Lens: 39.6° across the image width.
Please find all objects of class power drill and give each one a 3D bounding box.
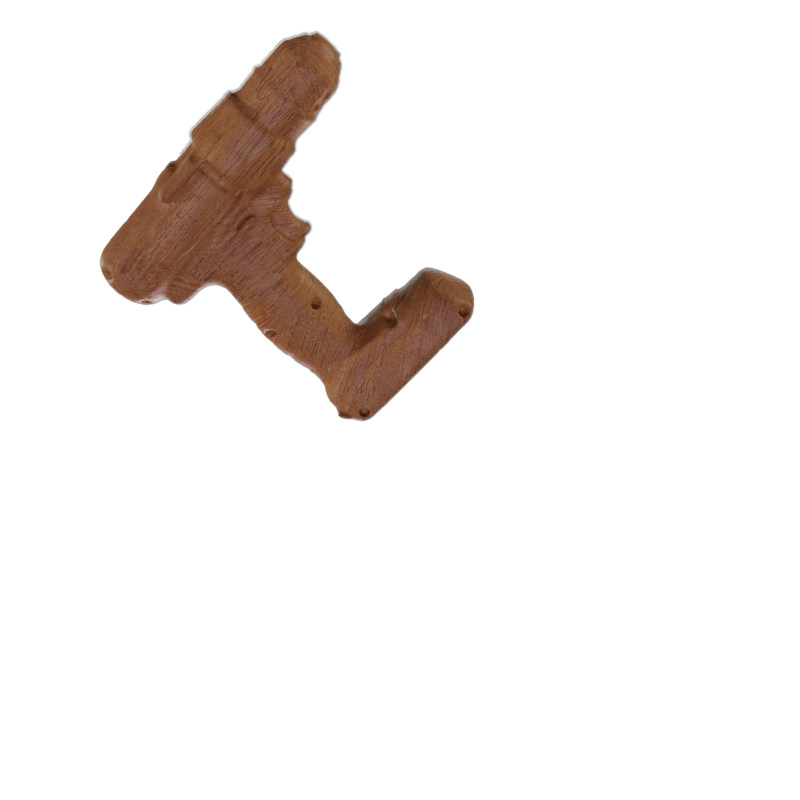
[{"bbox_3d":[-0.050,-0.091,0.634,0.181,0.182,0.060,39,17,-15],"label":"power drill"}]
